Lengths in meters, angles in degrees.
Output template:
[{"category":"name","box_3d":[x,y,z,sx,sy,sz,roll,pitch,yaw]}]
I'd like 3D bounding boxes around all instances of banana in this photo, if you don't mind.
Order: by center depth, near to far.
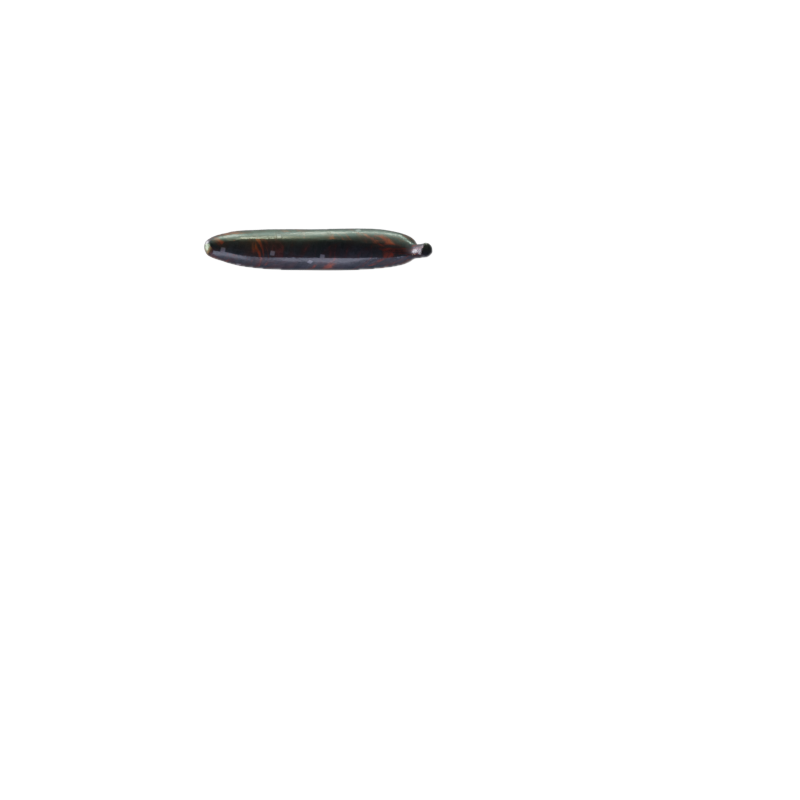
[{"category":"banana","box_3d":[-0.072,-0.136,0.985,0.199,0.038,0.067,0,-7,5]}]
